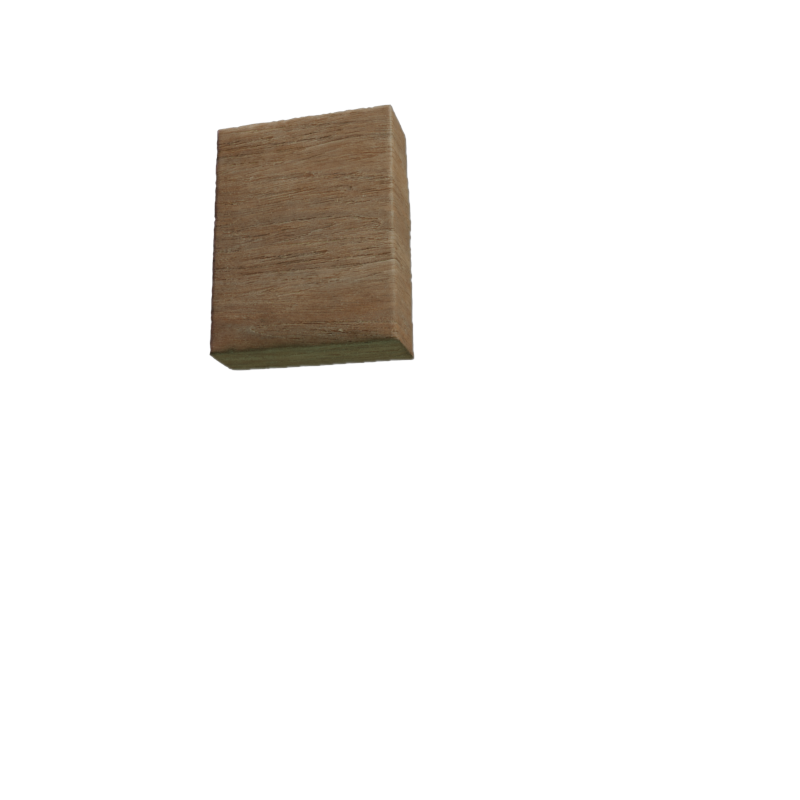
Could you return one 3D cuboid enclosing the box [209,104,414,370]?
[{"bbox_3d":[-0.075,-0.138,0.964,0.167,0.224,0.067,-6,-21,14],"label":"box"}]
